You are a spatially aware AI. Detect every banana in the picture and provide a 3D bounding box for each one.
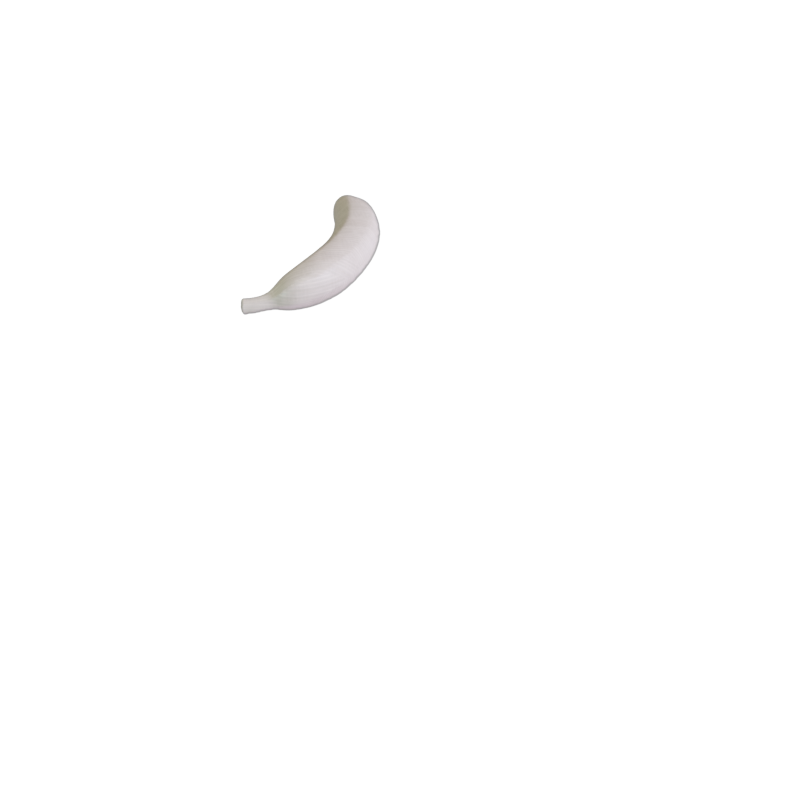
[{"bbox_3d":[-0.053,-0.120,0.872,0.072,0.035,0.203,11,33,17],"label":"banana"}]
